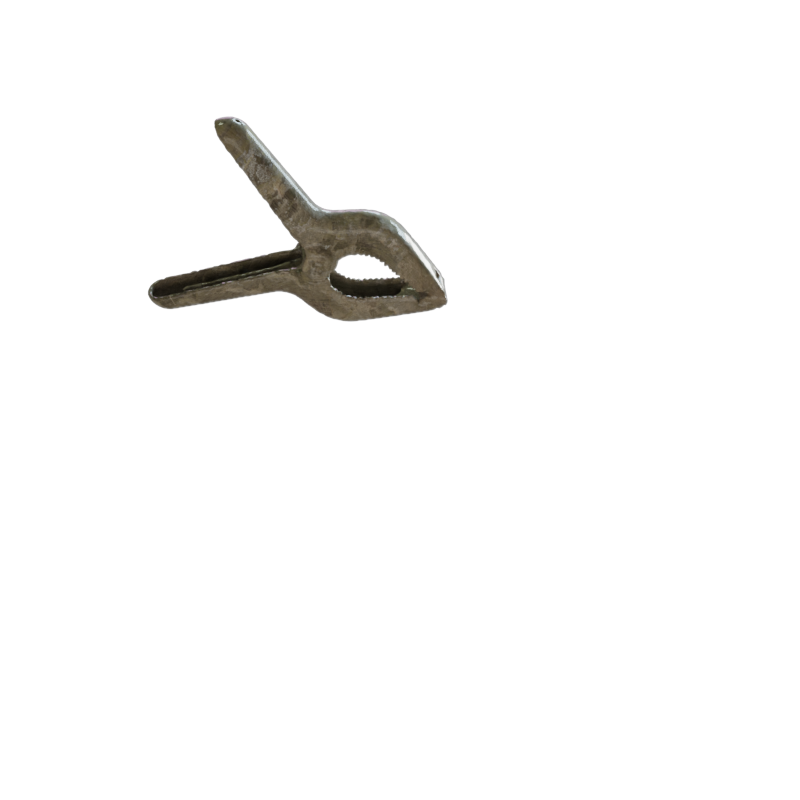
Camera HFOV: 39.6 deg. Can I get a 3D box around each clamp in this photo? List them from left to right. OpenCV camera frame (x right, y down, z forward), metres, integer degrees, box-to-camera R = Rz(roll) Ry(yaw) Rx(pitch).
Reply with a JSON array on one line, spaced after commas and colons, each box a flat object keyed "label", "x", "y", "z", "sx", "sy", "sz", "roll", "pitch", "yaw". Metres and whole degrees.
[{"label": "clamp", "x": -0.061, "y": -0.111, "z": 0.780, "sx": 0.206, "sy": 0.156, "sz": 0.039, "roll": 12, "pitch": 40, "yaw": -10}]
